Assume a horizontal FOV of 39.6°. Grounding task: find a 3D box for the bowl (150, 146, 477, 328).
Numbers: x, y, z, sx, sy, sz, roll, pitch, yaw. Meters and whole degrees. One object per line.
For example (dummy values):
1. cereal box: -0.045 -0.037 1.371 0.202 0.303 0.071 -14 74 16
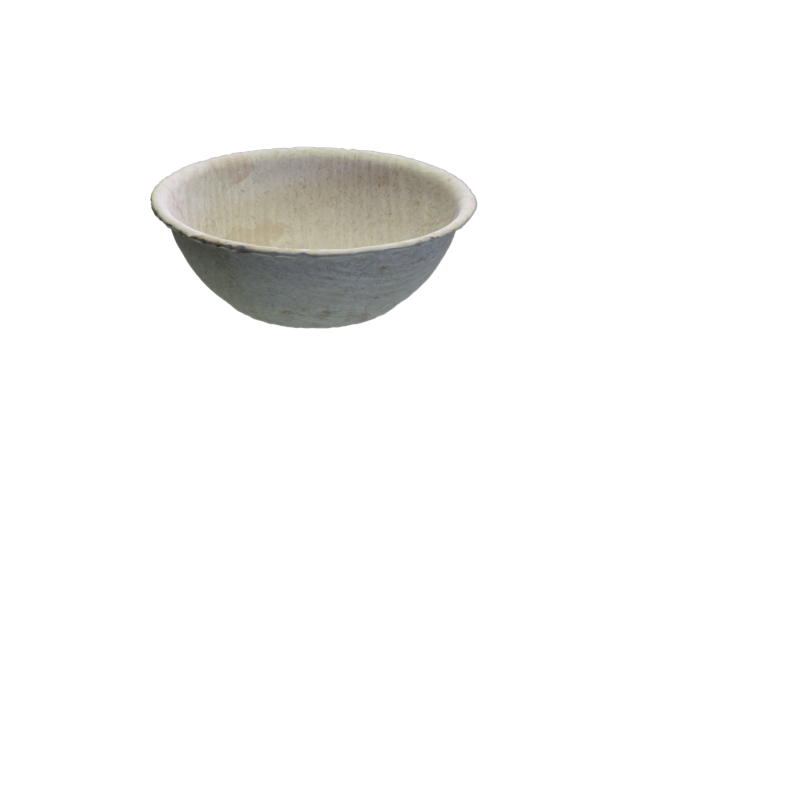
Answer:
1. bowl: -0.044 -0.080 0.561 0.162 0.052 0.171 -1 28 -2
